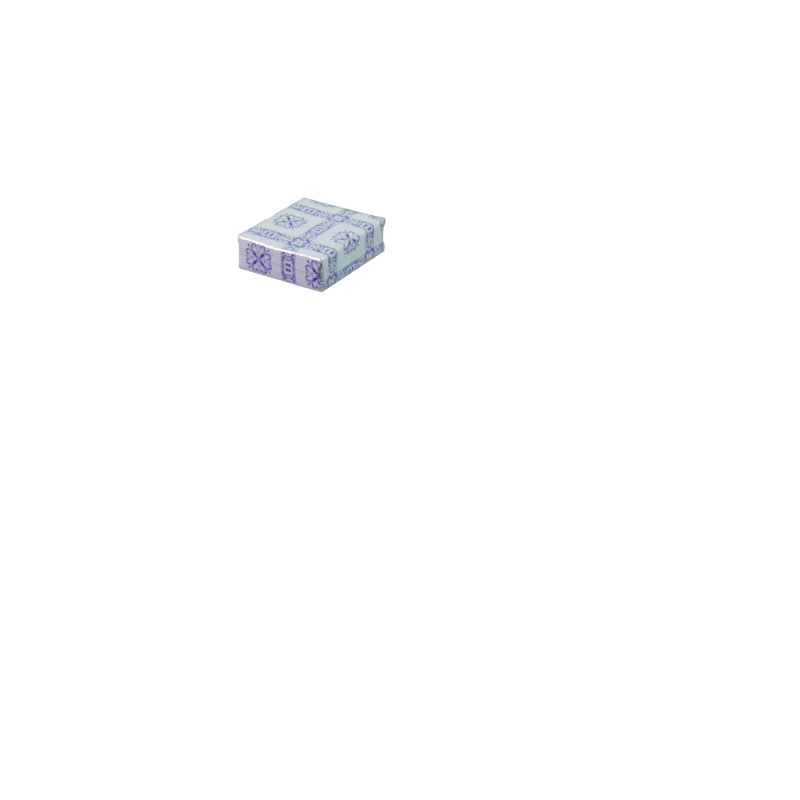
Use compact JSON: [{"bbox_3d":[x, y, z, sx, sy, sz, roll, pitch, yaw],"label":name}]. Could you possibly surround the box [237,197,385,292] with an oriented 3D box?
[{"bbox_3d":[-0.063,-0.115,0.806,0.077,0.028,0.090,17,35,27],"label":"box"}]
